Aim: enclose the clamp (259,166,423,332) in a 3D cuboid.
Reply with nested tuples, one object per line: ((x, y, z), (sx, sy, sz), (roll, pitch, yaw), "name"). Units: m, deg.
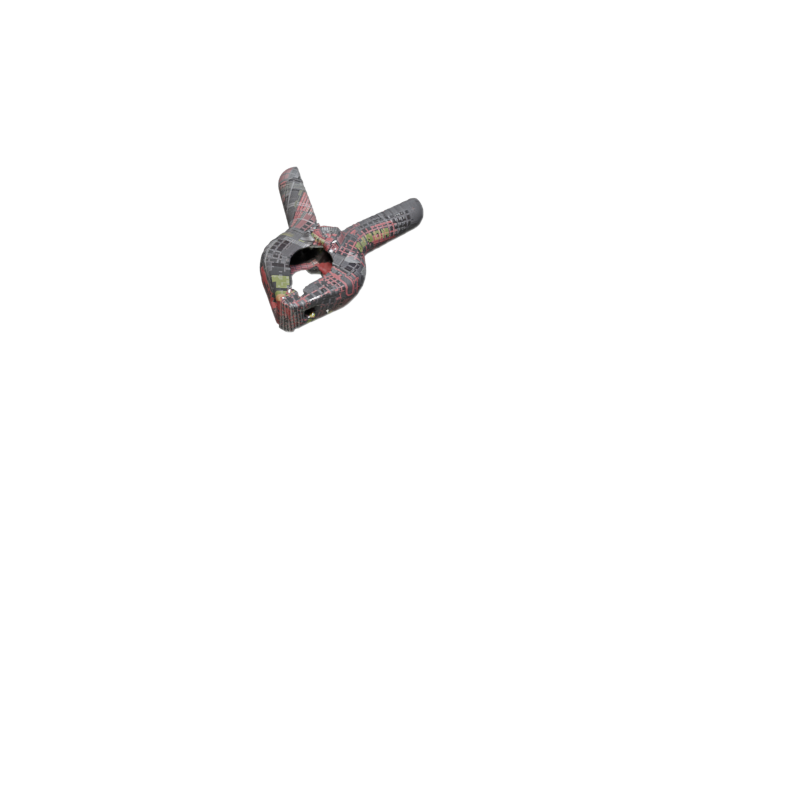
((-0.067, -0.121, 0.850), (0.125, 0.037, 0.177), (17, 43, 19), "clamp")
